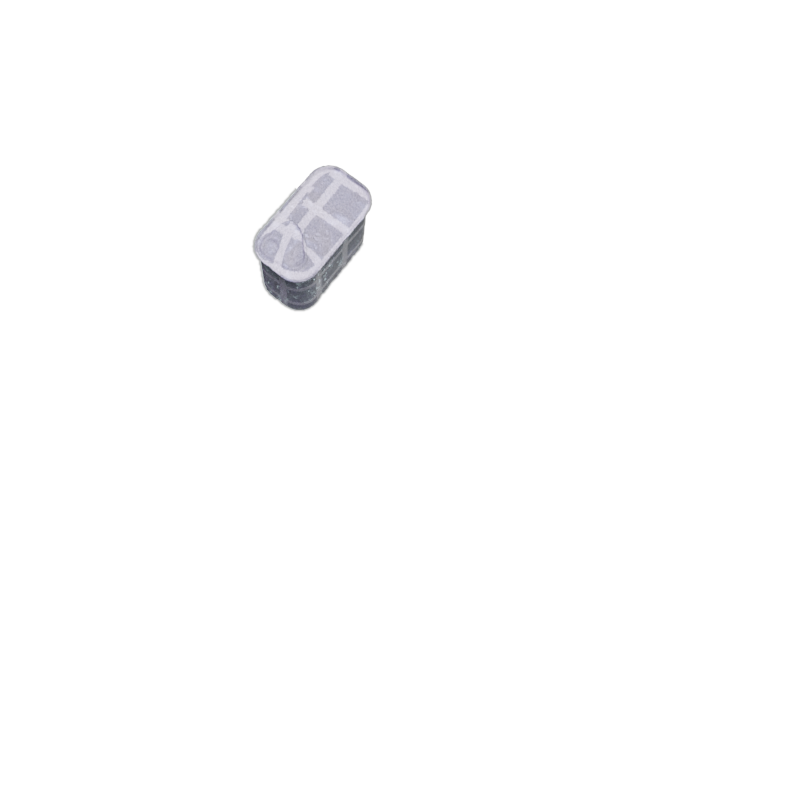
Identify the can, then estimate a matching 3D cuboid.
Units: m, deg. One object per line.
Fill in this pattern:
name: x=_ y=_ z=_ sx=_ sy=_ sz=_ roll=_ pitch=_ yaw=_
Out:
can: x=-0.071 y=-0.130 z=0.911 sx=0.059 sy=0.103 sz=0.080 roll=36 pitch=-16 yaw=8
